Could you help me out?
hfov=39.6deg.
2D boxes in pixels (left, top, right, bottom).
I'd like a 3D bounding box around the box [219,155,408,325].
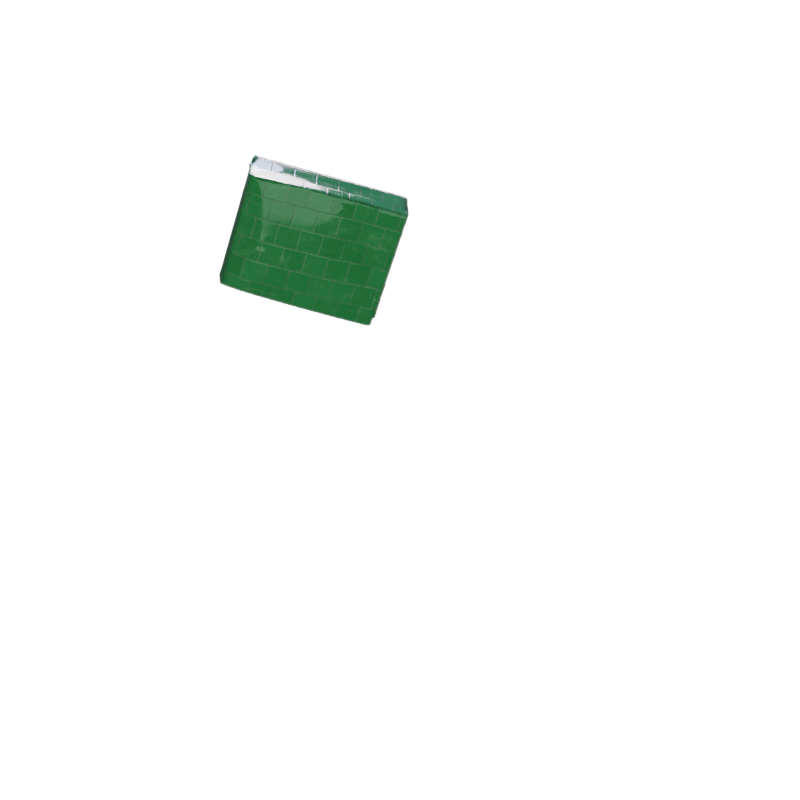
[{"bbox_3d":[-0.060,-0.109,0.765,0.112,0.086,0.041,15,26,-8],"label":"box"}]
